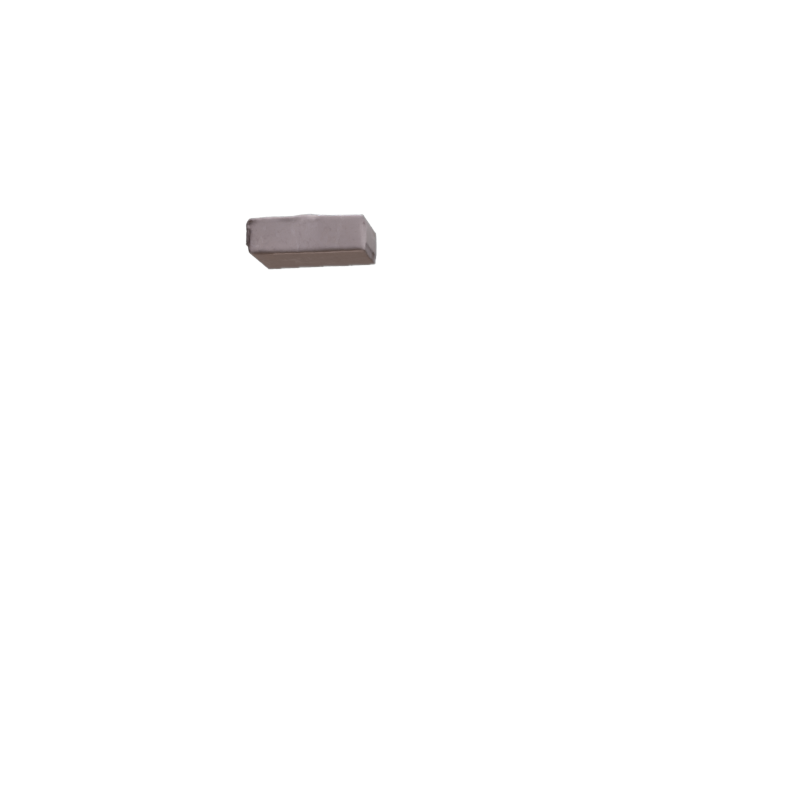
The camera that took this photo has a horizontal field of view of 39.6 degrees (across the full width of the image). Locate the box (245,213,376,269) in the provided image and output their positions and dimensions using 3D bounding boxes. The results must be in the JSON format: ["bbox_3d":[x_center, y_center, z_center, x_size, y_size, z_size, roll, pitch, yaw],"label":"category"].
[{"bbox_3d":[-0.066,-0.120,0.839,0.090,0.031,0.071,0,-3,8],"label":"box"}]
